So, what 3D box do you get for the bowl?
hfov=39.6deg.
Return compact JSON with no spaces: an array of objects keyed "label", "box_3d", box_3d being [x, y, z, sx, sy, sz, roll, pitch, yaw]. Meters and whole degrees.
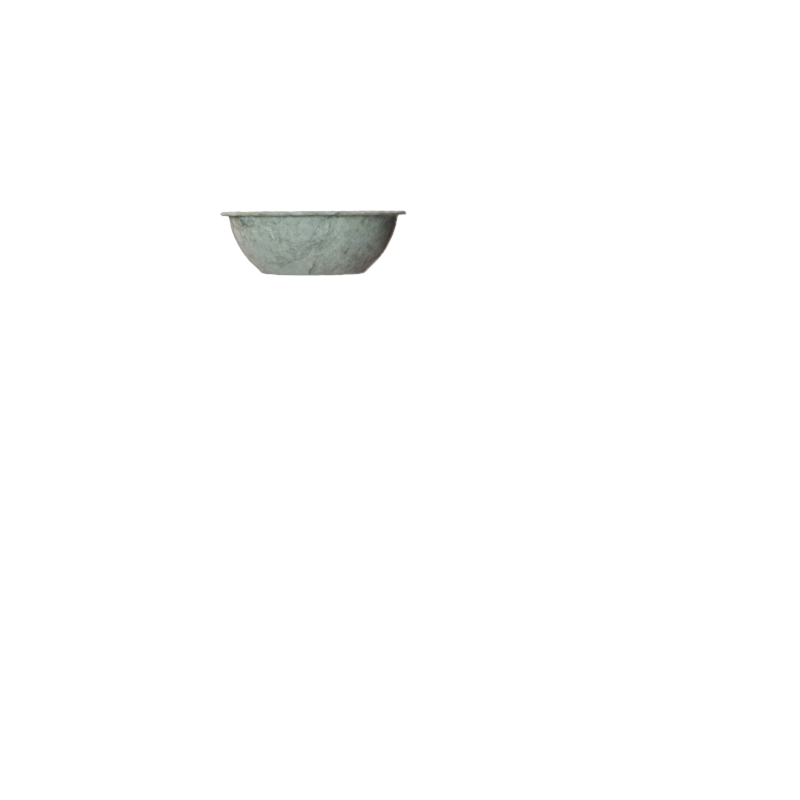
[{"label":"bowl","box_3d":[-0.076,-0.138,0.968,0.162,0.054,0.164,0,9,-2]}]
